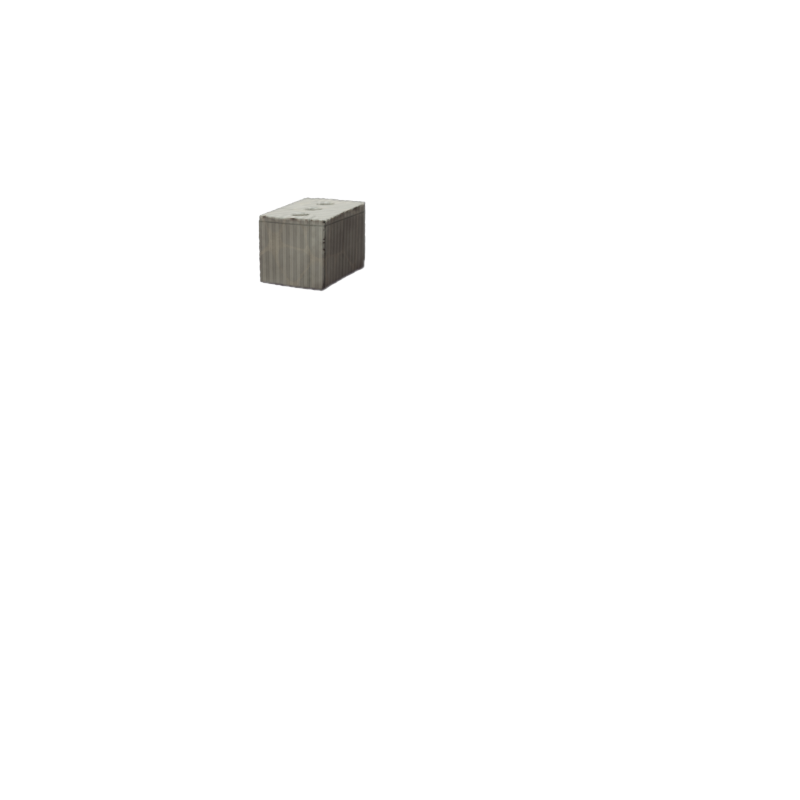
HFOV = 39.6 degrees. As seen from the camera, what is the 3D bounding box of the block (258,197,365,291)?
[{"bbox_3d":[-0.063,-0.116,0.811,0.054,0.049,0.078,7,19,20],"label":"block"}]
